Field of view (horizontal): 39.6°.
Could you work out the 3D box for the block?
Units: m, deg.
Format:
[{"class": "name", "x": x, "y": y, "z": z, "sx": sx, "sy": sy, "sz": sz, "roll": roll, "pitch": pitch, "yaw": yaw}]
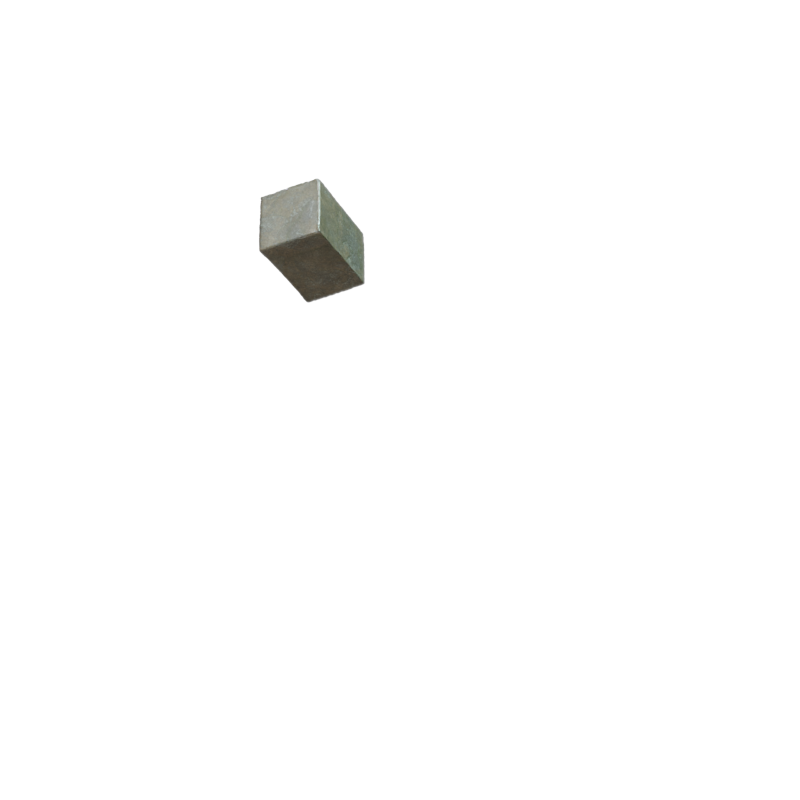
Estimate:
[{"class": "block", "x": -0.066, "y": -0.121, "z": 0.846, "sx": 0.053, "sy": 0.055, "sz": 0.072, "roll": -16, "pitch": -36, "yaw": 20}]
